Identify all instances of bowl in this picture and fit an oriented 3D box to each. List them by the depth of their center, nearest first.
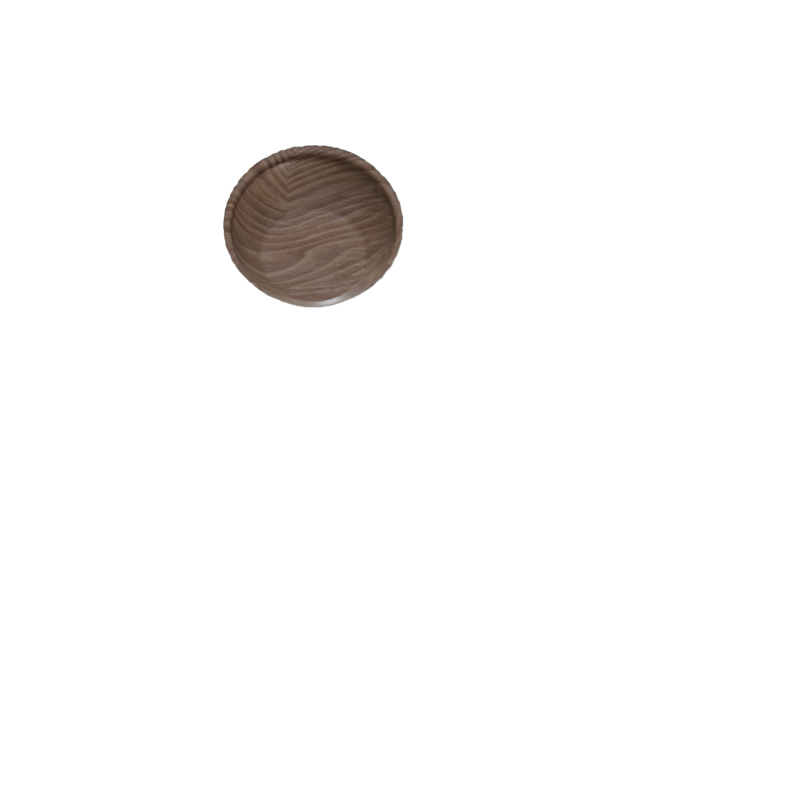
[{"bbox_3d":[-0.076,-0.138,0.970,0.162,0.152,0.058,1,31,-1],"label":"bowl"}]
